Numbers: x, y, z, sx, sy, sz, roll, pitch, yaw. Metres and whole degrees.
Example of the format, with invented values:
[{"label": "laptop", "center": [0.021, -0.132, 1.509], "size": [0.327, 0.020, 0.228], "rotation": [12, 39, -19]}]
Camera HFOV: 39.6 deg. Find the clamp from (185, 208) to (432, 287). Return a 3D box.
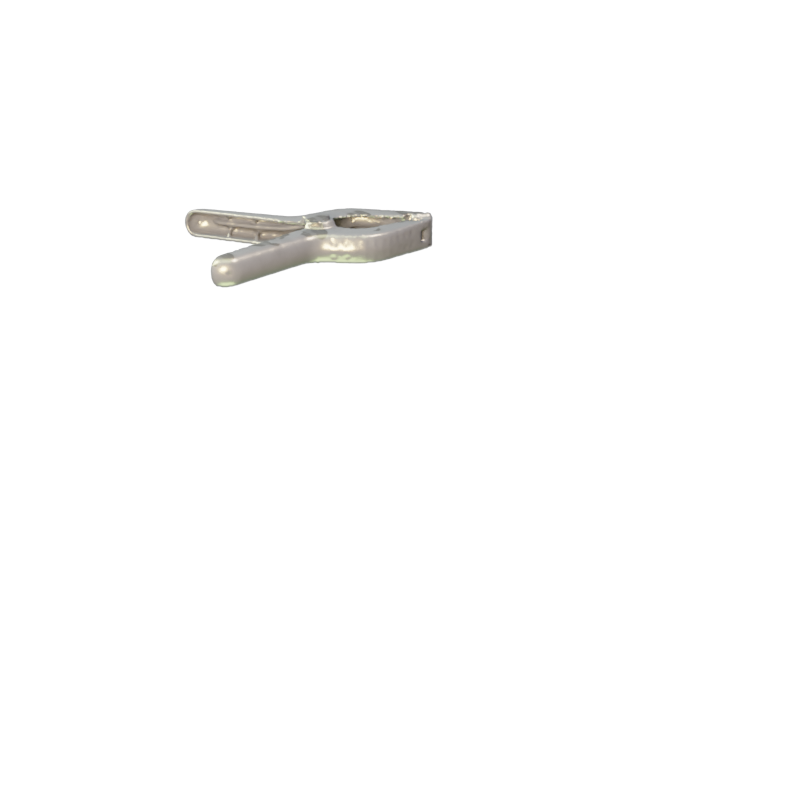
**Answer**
[{"label": "clamp", "center": [-0.072, -0.131, 0.919], "size": [0.208, 0.035, 0.174], "rotation": [-3, 24, -8]}]
